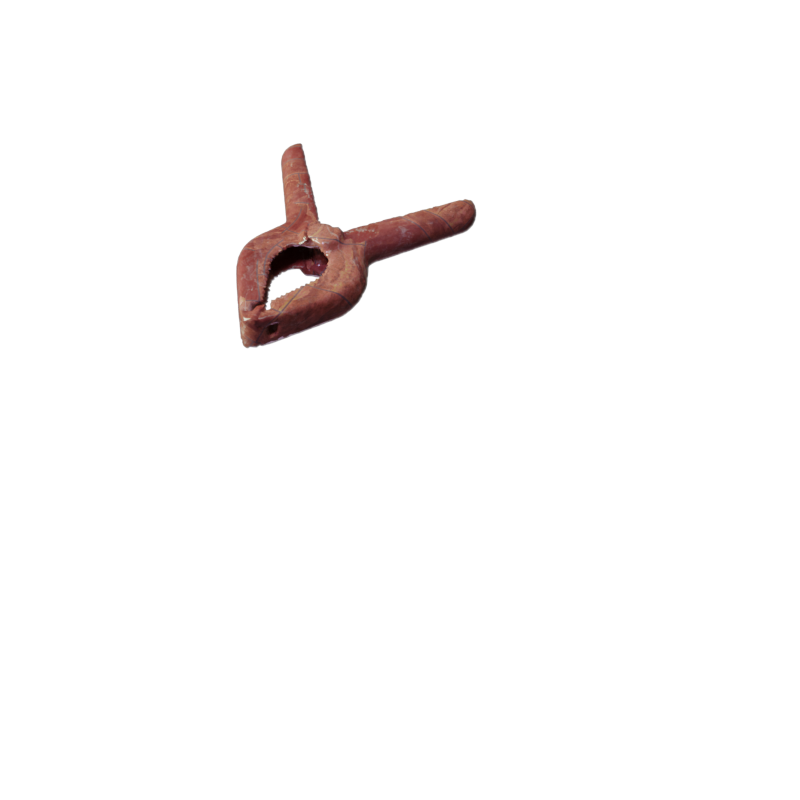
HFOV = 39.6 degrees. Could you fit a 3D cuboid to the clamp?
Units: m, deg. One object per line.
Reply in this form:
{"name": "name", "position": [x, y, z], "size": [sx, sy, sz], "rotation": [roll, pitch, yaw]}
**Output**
{"name": "clamp", "position": [-0.064, -0.116, 0.812], "size": [0.173, 0.034, 0.214], "rotation": [25, 49, 24]}
